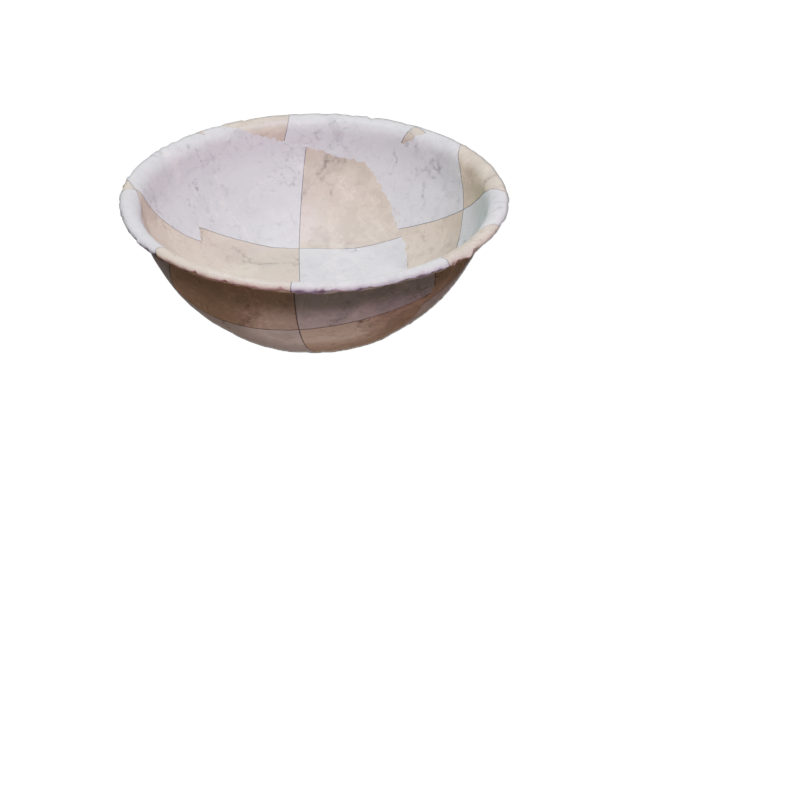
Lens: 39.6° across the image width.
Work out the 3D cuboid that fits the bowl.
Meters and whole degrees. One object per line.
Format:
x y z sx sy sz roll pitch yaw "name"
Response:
-0.037 -0.068 0.476 0.162 0.052 0.173 -1 35 -2 "bowl"
